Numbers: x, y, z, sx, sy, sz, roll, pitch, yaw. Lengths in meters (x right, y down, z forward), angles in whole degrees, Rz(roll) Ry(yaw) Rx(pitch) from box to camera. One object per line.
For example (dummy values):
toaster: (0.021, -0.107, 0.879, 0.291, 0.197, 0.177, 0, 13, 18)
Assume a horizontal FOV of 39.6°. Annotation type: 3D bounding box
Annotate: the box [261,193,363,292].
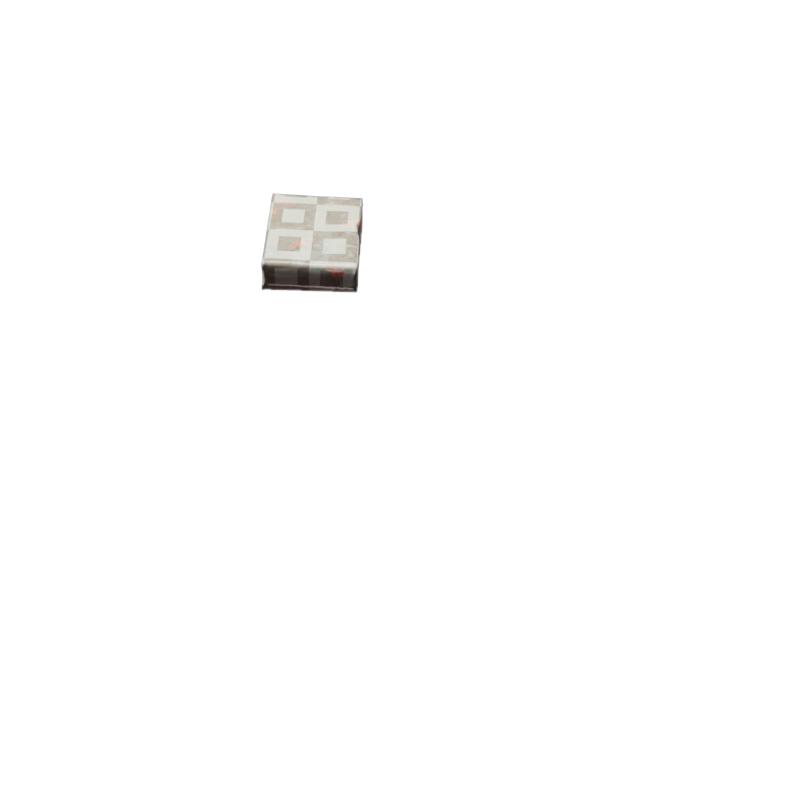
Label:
box: (-0.067, -0.122, 0.855, 0.073, 0.028, 0.095, 2, 44, 2)
